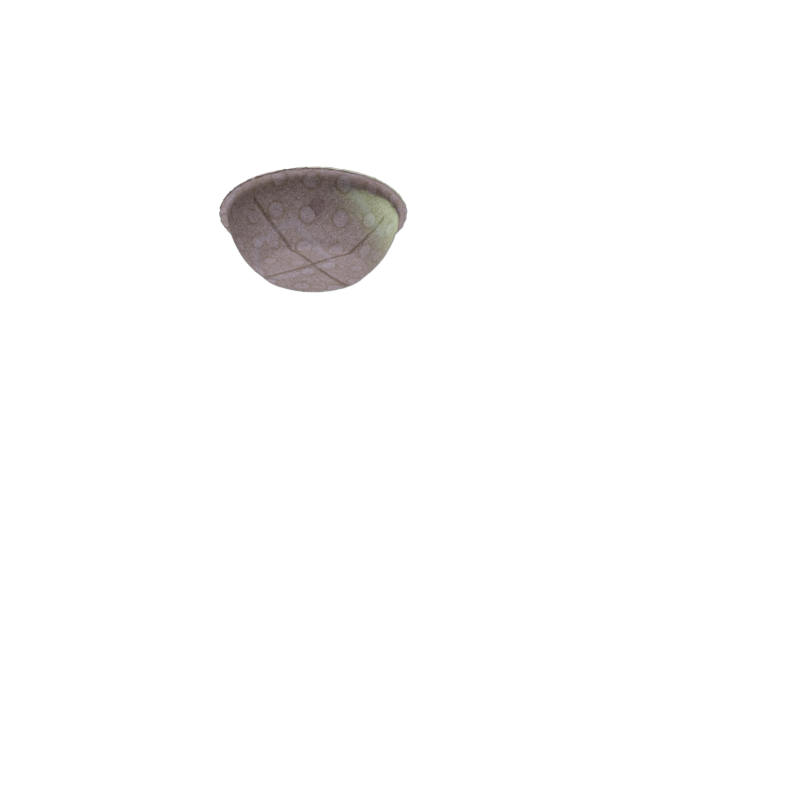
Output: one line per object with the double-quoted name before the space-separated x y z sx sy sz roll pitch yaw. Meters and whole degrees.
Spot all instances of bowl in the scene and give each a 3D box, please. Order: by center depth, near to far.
"bowl" -0.074 -0.134 0.942 0.162 0.058 0.154 1 -20 -2
